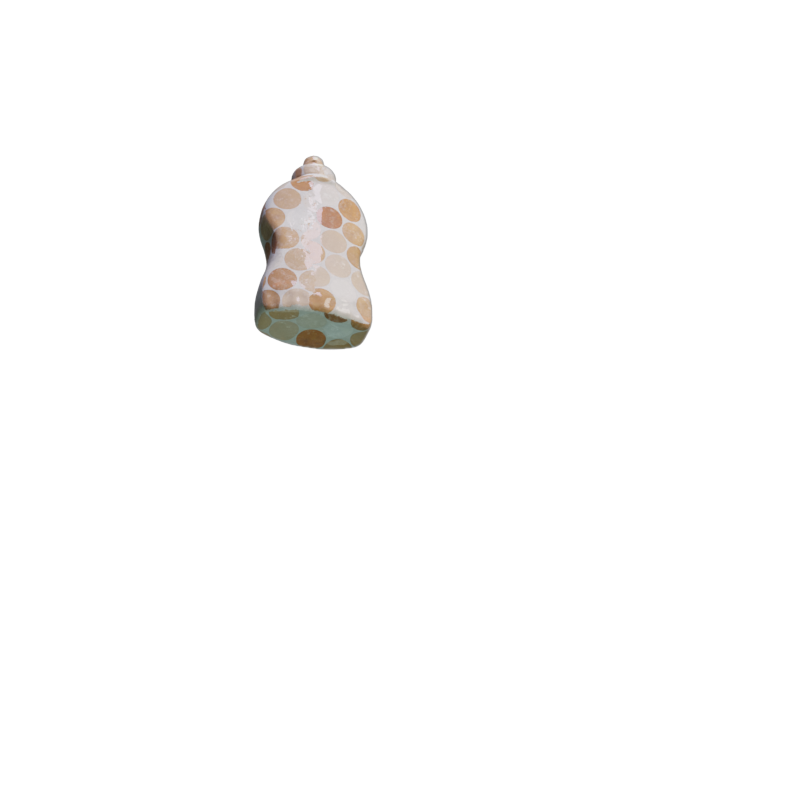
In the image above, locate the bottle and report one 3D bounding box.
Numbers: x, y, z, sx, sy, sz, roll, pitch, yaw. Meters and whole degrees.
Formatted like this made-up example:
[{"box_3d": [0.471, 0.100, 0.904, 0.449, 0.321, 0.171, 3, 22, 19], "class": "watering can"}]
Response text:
[{"box_3d": [-0.076, -0.138, 0.967, 0.094, 0.205, 0.055, 7, -38, -13], "class": "bottle"}]
